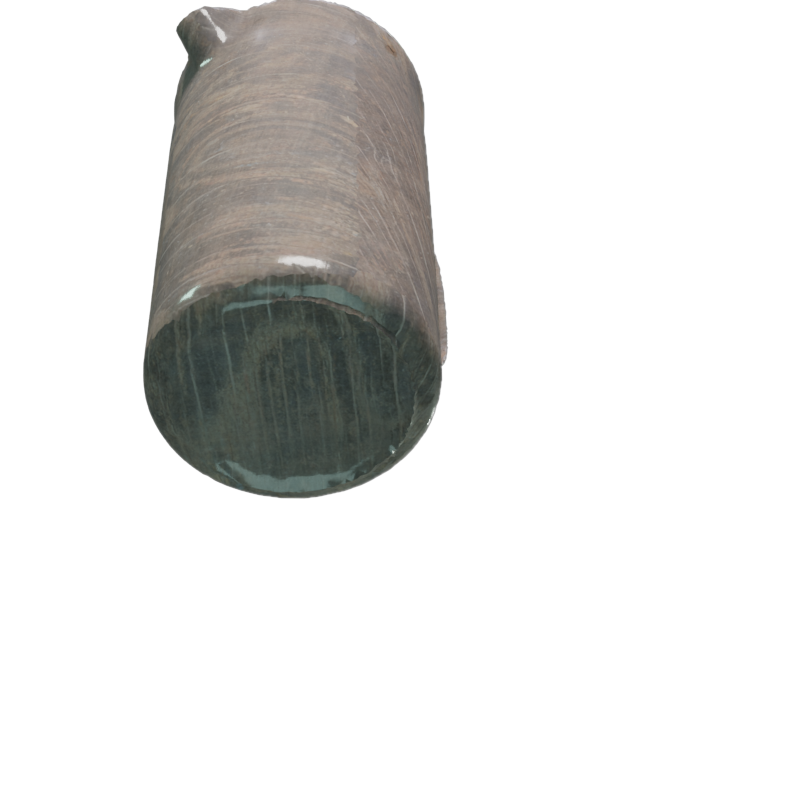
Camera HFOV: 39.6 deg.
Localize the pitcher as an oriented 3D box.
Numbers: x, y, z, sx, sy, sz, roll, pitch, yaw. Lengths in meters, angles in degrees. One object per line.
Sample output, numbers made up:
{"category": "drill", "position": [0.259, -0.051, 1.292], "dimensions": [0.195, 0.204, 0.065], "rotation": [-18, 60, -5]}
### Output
{"category": "pitcher", "position": [-0.039, -0.071, 0.497], "dimensions": [0.148, 0.136, 0.260], "rotation": [4, 36, -6]}
